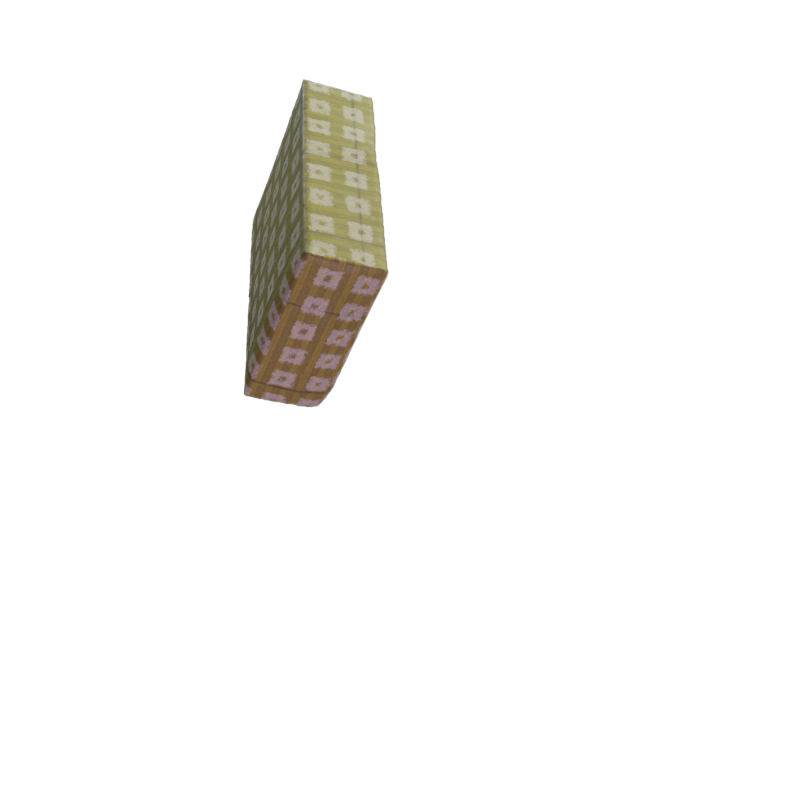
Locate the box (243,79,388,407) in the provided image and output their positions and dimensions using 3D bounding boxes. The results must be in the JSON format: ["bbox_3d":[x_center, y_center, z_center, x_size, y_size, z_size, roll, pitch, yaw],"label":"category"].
[{"bbox_3d":[-0.070,-0.128,0.895,0.070,0.230,0.157,13,-46,-17],"label":"box"}]
